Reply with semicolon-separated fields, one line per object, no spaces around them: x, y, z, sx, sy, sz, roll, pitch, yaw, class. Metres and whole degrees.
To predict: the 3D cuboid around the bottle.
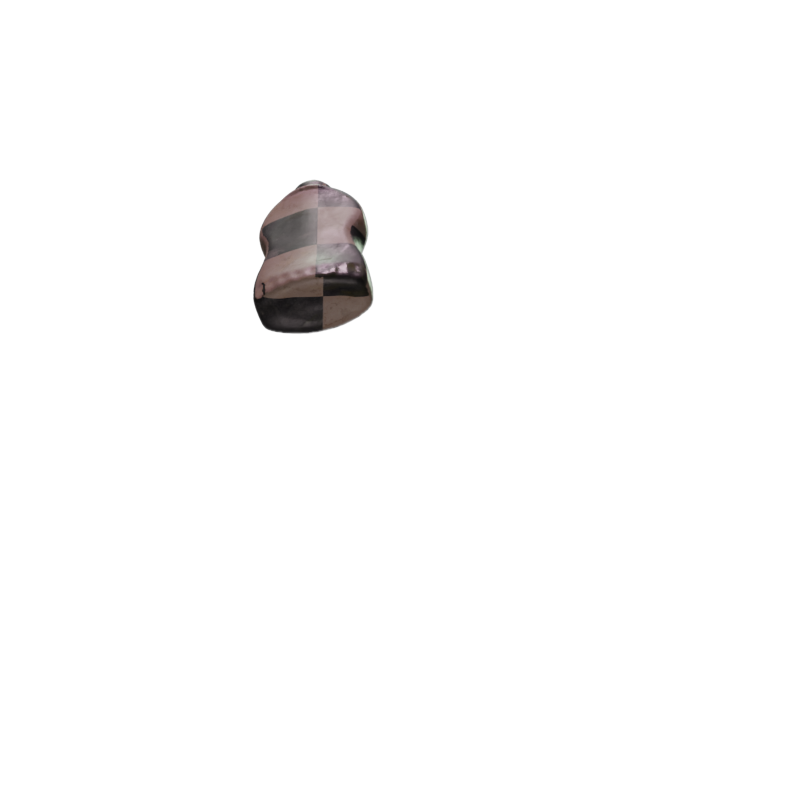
-0.076;-0.138;0.971;0.096;0.054;0.205;-14;38;7;bottle
